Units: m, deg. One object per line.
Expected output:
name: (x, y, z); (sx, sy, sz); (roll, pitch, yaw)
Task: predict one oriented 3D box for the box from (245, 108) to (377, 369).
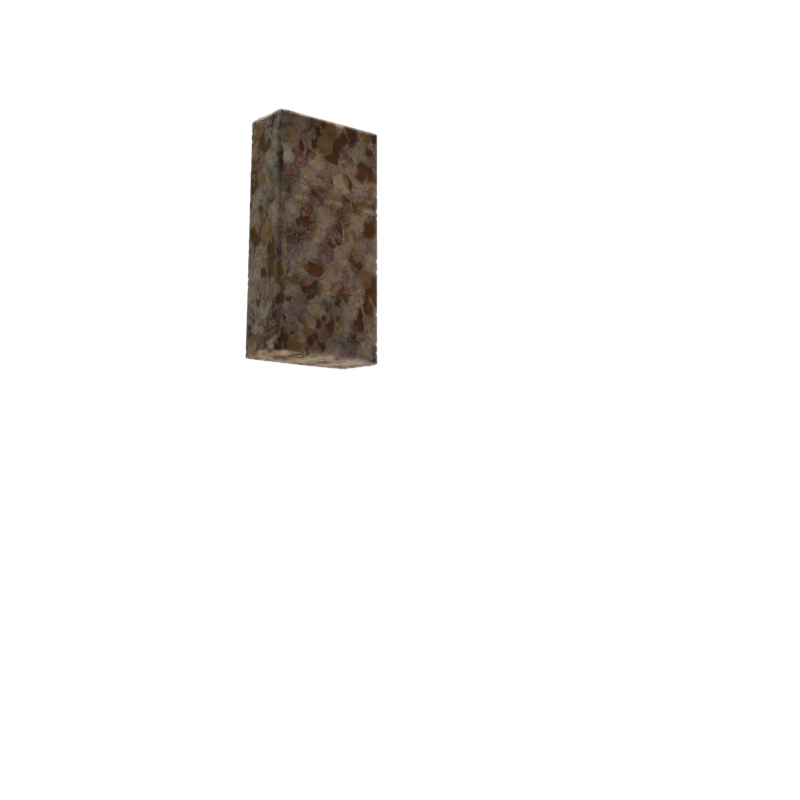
box: (-0.063, -0.115, 0.806); (0.089, 0.183, 0.049); (10, -18, -37)
